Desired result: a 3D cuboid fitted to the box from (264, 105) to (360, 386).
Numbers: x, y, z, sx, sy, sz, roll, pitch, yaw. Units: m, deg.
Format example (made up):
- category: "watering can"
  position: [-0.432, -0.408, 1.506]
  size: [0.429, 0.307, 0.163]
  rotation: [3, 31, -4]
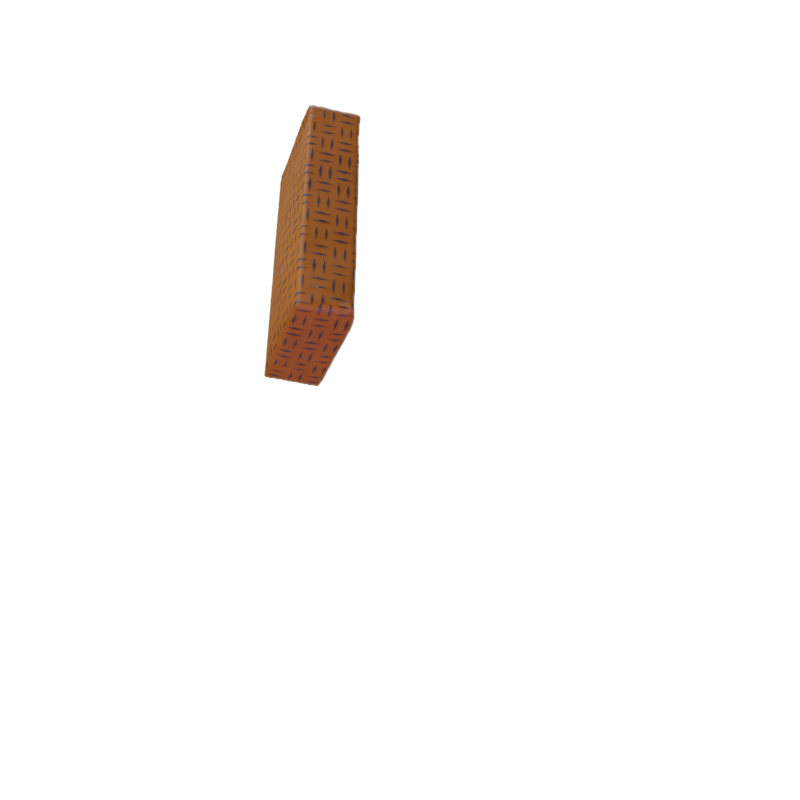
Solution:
- category: "box"
  position: [-0.061, -0.110, 0.773]
  size: [0.047, 0.189, 0.089]
  rotation: [9, -36, -16]
